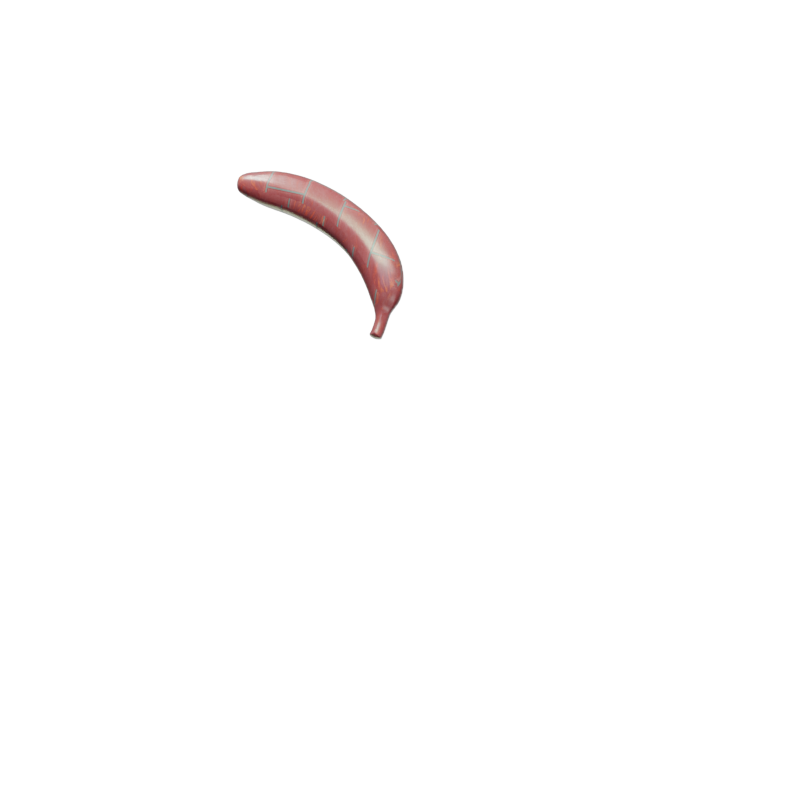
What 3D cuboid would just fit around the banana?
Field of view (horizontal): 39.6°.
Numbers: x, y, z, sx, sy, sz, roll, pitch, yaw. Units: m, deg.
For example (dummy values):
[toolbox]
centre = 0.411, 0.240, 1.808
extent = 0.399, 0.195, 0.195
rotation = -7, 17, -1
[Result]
[banana]
centre = -0.059, -0.145, 0.964
extent = 0.070, 0.209, 0.035
rotation = -36, -22, -17
